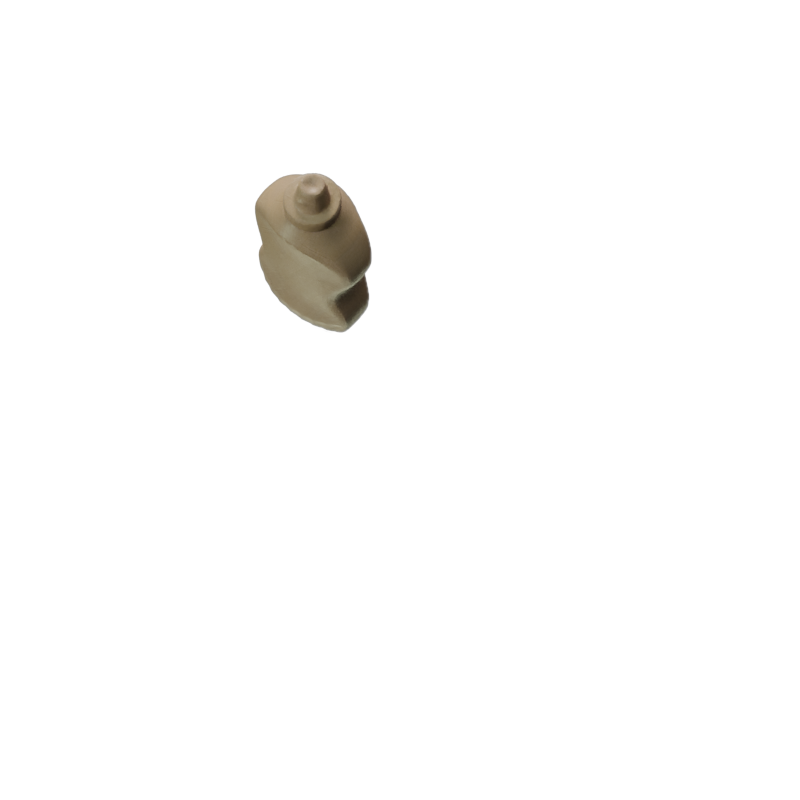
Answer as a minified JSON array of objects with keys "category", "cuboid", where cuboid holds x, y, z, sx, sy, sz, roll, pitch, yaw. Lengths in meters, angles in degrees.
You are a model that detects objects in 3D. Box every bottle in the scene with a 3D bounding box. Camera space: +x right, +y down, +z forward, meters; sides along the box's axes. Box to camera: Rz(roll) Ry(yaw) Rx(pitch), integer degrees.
[{"category":"bottle","cuboid":[-0.066,-0.119,0.834,0.099,0.059,0.183,42,-16,10]}]
